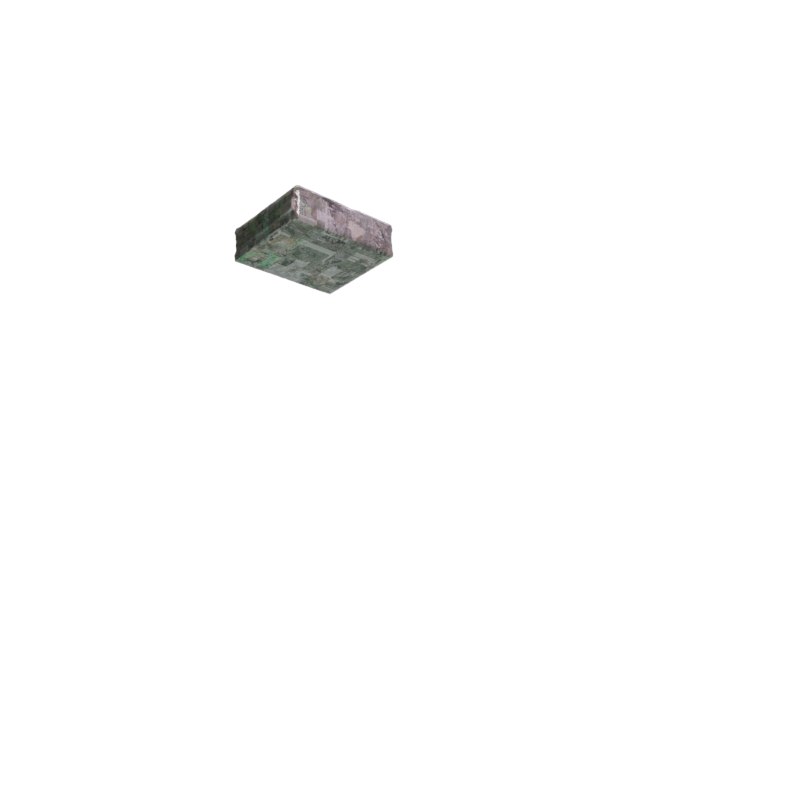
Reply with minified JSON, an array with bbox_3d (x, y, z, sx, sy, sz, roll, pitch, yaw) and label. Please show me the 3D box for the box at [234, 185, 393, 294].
[{"bbox_3d":[-0.062,-0.112,0.785,0.084,0.032,0.073,19,-31,-35],"label":"box"}]
